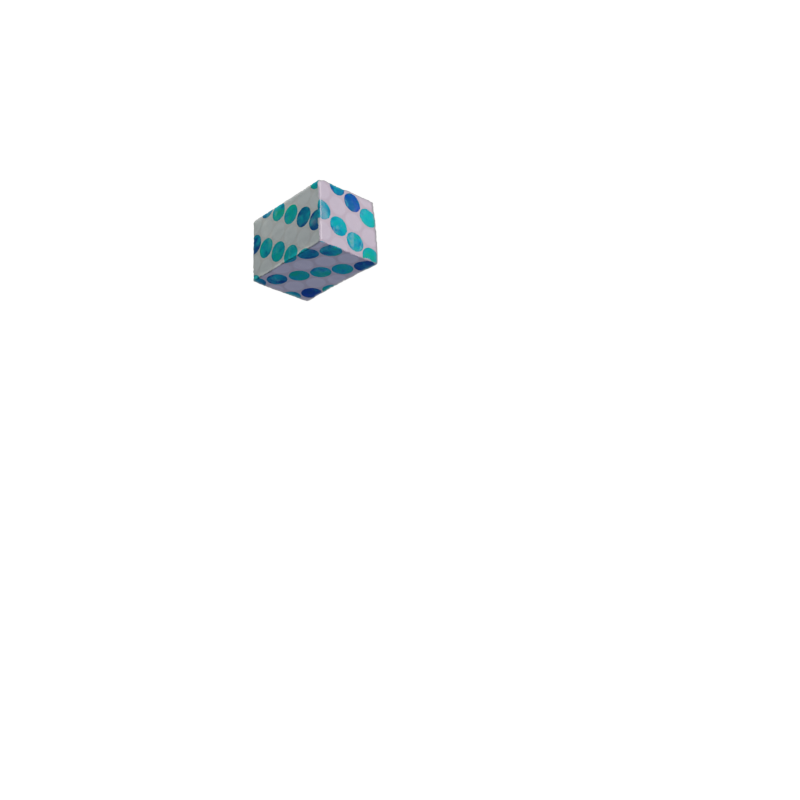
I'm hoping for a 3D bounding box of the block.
[{"bbox_3d":[-0.061,-0.112,0.783,0.050,0.054,0.078,21,-32,-39],"label":"block"}]
